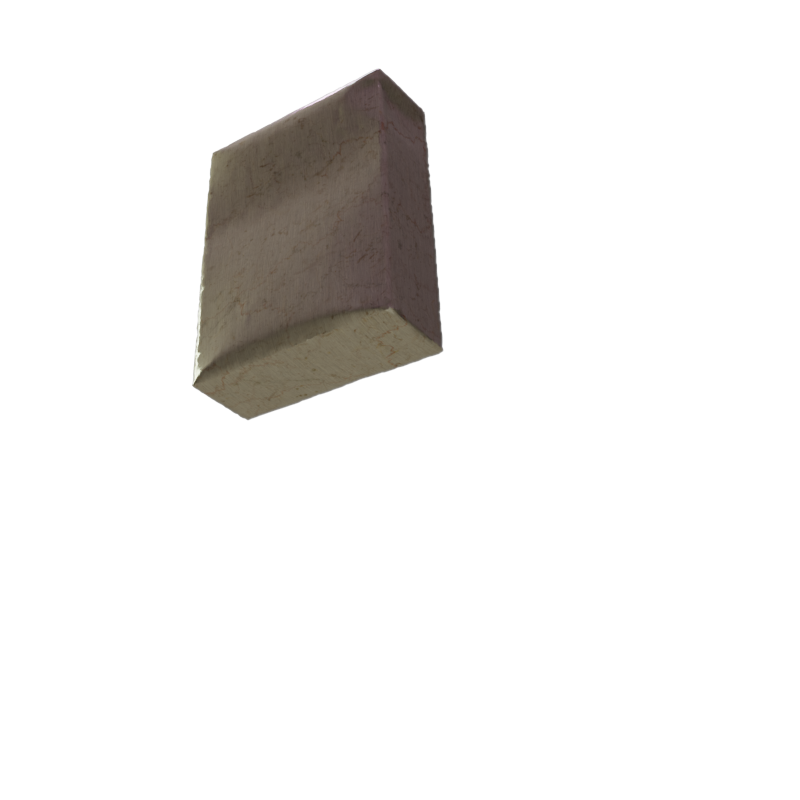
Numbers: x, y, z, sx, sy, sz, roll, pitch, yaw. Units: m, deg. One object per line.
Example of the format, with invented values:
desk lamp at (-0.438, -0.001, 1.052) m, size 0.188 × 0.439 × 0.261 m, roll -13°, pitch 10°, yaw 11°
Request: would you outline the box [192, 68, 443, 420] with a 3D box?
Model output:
box at (-0.062, -0.113, 0.791) m, size 0.165 × 0.229 × 0.067 m, roll -21°, pitch -38°, yaw 27°
